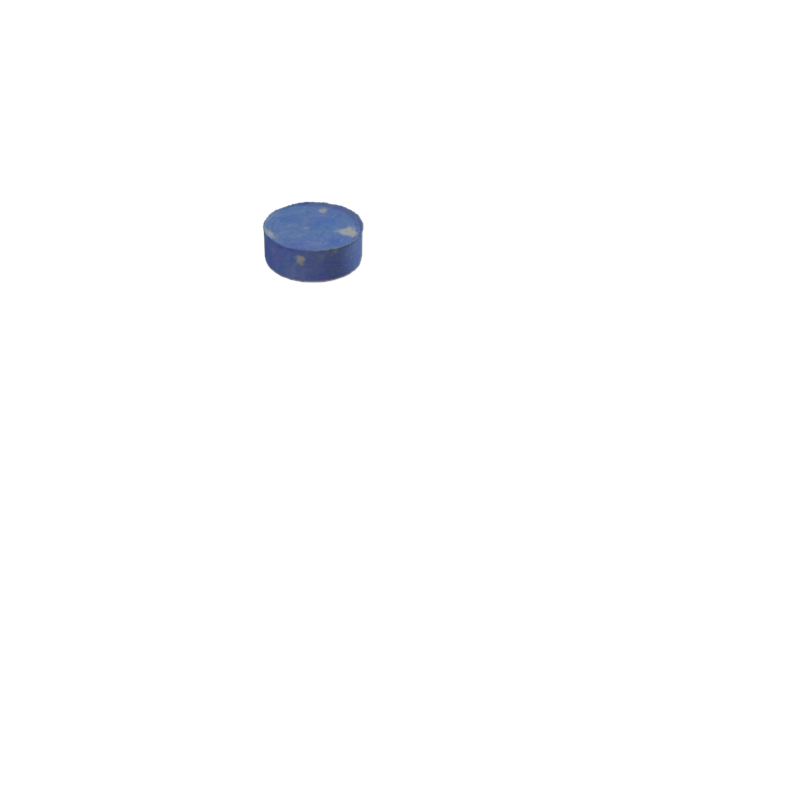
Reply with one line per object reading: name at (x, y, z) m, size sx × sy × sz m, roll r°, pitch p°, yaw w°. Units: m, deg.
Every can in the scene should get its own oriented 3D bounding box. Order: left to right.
can at (-0.074, -0.136, 0.950) m, size 0.086 × 0.031 × 0.092 m, roll -1°, pitch 35°, yaw -2°
